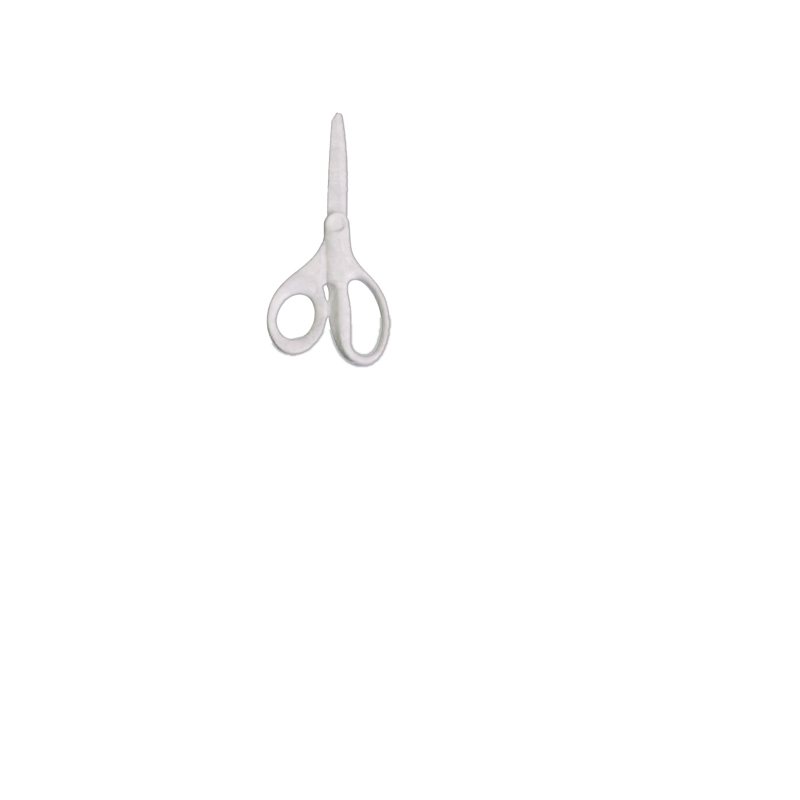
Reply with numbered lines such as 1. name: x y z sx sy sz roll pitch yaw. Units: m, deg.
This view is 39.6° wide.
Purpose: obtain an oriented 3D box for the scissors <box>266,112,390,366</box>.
1. scissors: -0.064 -0.116 0.814 0.096 0.213 0.015 -14 -22 -6
